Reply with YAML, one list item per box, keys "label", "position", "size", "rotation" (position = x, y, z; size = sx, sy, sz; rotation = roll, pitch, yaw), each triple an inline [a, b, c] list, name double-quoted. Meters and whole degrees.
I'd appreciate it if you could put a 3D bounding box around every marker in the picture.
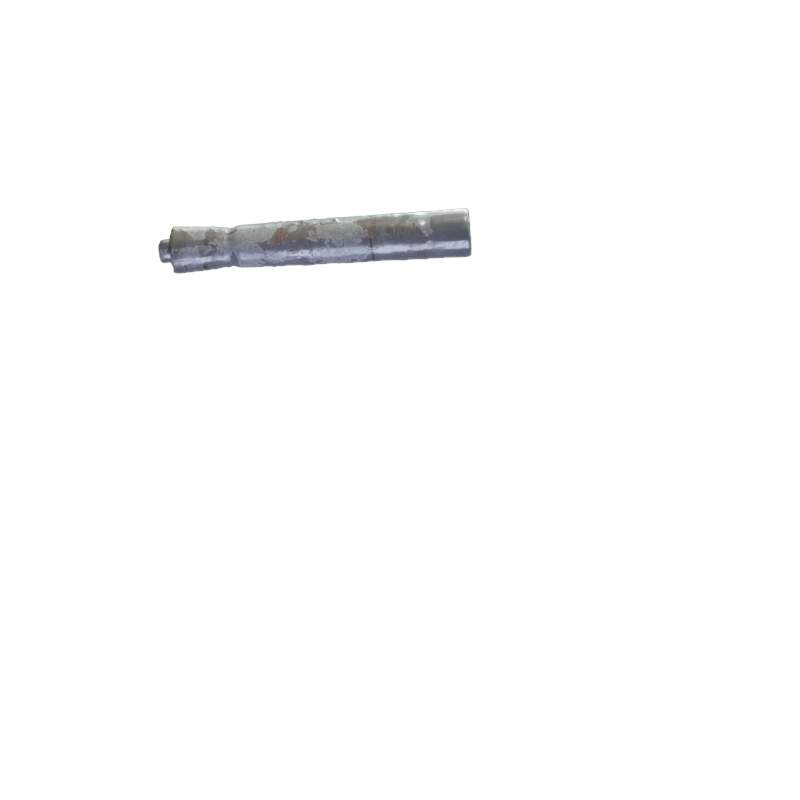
- label: "marker"
  position: [-0.034, -0.061, 0.431]
  size: [0.122, 0.020, 0.020]
  rotation: [-3, 4, 6]
